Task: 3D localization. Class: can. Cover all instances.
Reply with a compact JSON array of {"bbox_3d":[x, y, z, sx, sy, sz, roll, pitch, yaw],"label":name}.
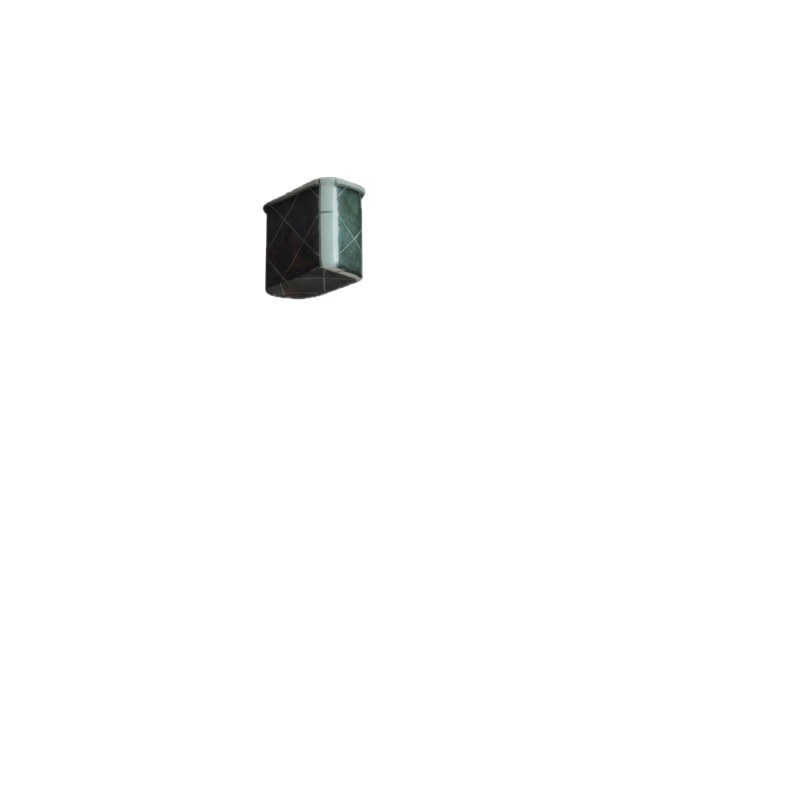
[{"bbox_3d":[-0.078,-0.142,0.996,0.054,0.088,0.103,15,-23,-41],"label":"can"}]
